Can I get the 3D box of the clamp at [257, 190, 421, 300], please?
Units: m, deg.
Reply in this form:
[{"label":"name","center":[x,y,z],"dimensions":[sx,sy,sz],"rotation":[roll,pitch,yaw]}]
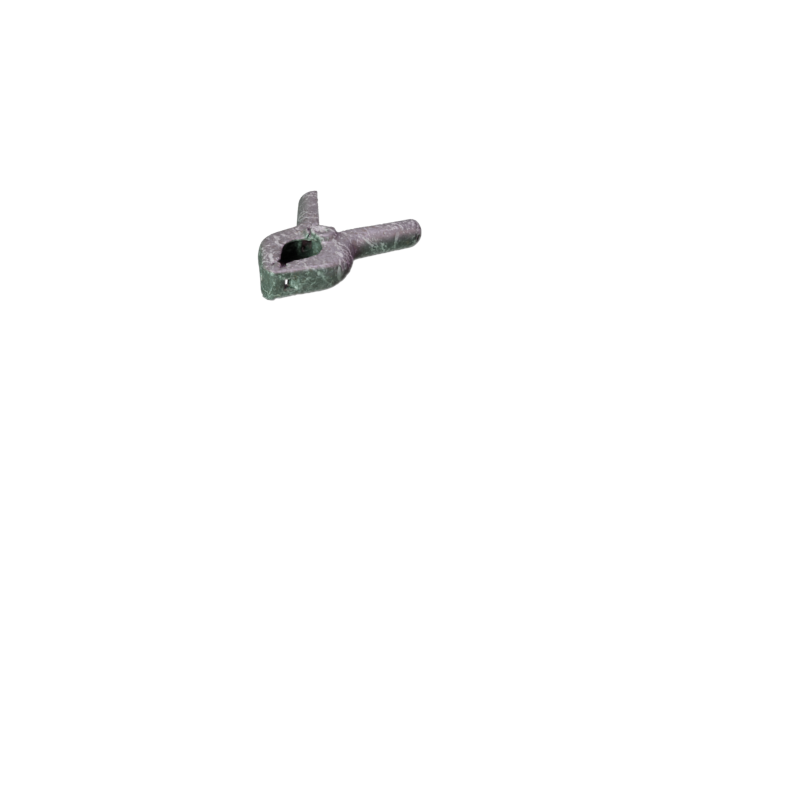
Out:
[{"label":"clamp","center":[-0.074,-0.136,0.950],"dimensions":[0.127,0.037,0.171],"rotation":[19,33,32]}]
